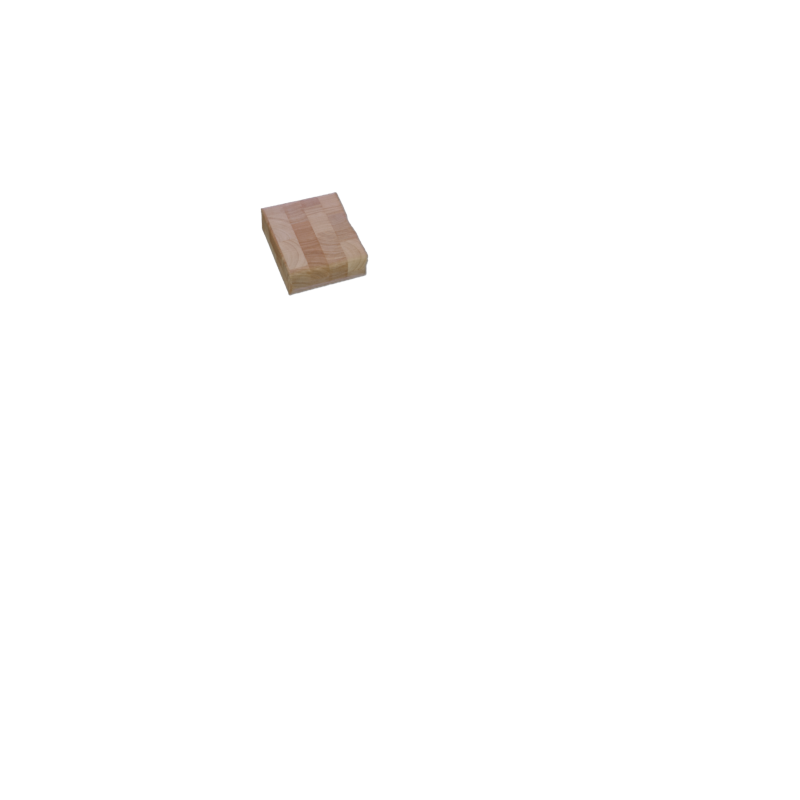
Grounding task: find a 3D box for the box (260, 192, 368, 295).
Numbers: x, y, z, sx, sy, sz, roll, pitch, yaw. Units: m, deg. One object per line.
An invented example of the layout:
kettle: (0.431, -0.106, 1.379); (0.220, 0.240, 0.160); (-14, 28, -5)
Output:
box: (-0.077, -0.141, 0.986); (0.072, 0.097, 0.028); (-15, -39, -13)
